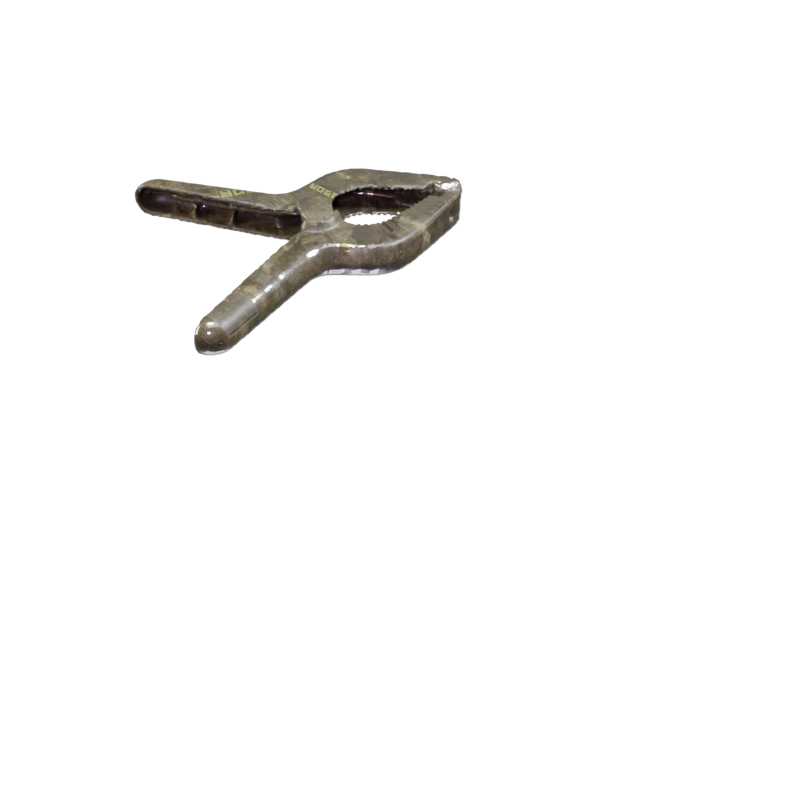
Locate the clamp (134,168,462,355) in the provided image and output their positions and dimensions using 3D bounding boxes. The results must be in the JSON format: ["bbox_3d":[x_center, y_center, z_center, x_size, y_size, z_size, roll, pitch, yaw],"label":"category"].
[{"bbox_3d":[-0.055,-0.100,0.702,0.208,0.034,0.178,-10,44,-11],"label":"clamp"}]
